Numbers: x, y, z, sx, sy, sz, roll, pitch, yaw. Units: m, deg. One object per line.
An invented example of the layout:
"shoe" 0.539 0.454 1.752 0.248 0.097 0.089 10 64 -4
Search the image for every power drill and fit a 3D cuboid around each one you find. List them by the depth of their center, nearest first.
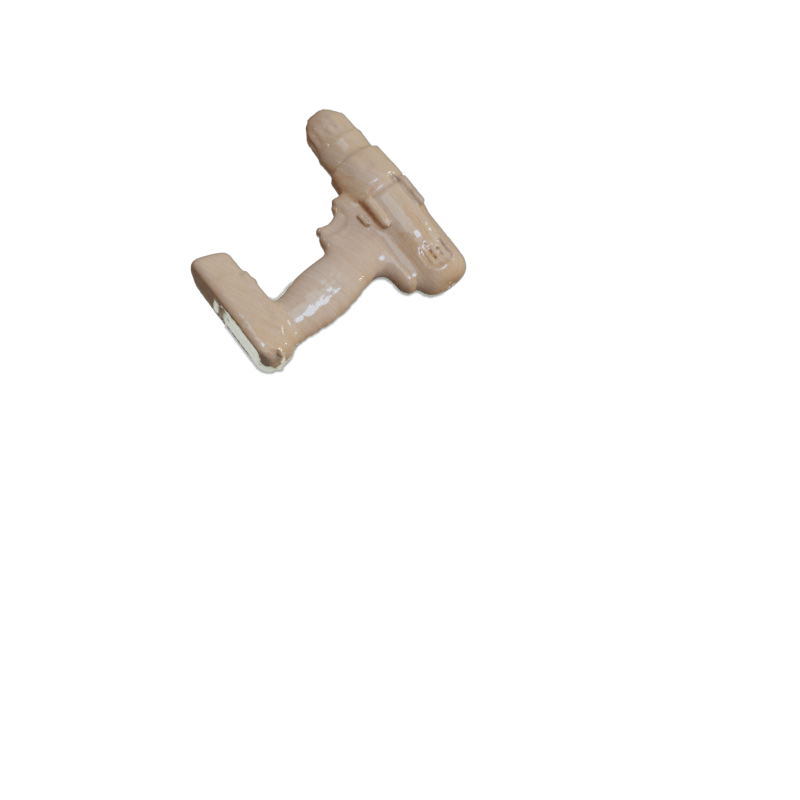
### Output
"power drill" -0.069 -0.125 0.877 0.188 0.193 0.055 -34 -18 -13
